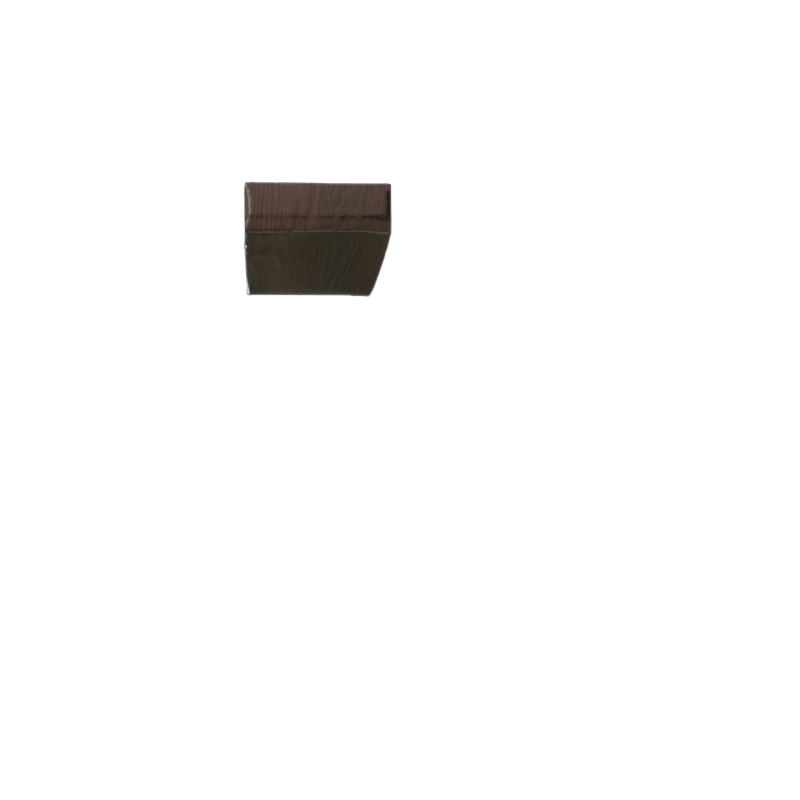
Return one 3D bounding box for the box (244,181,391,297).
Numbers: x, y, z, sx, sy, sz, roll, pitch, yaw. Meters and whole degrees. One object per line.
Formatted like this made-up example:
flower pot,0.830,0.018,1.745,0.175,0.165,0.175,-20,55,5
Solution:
box,-0.056,-0.102,0.713,0.089,0.041,0.109,2,-19,-6
